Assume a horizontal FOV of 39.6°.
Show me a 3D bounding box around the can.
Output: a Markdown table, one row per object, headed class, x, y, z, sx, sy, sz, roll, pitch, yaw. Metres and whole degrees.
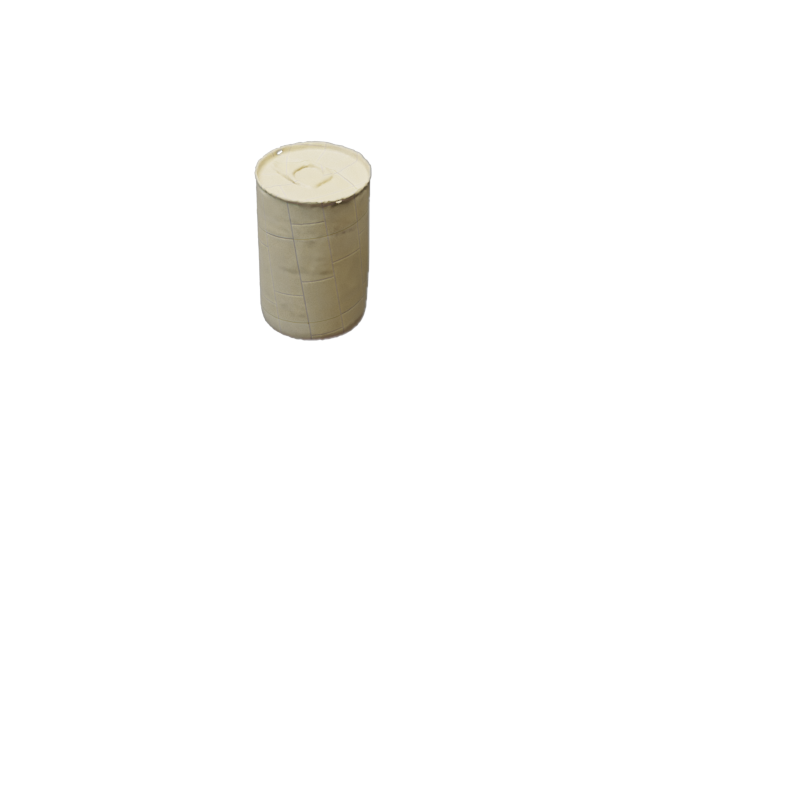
| class | x | y | z | sx | sy | sz | roll | pitch | yaw |
| --- | --- | --- | --- | --- | --- | --- | --- | --- | --- |
| can | -0.052 | -0.095 | 0.668 | 0.068 | 0.095 | 0.073 | 0 | 38 | -3 |
